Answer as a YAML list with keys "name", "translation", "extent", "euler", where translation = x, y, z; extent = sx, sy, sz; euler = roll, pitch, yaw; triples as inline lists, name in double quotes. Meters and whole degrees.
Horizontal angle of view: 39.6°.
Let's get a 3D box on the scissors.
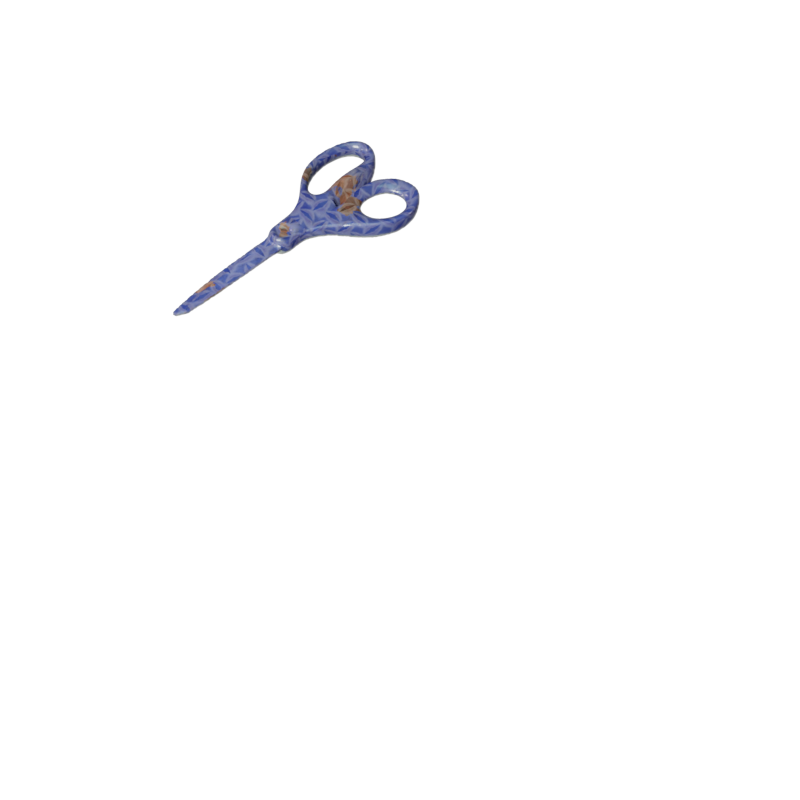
- name: "scissors"
  translation: [-0.059, -0.108, 0.757]
  extent: [0.100, 0.209, 0.015]
  euler: [21, -36, 16]
